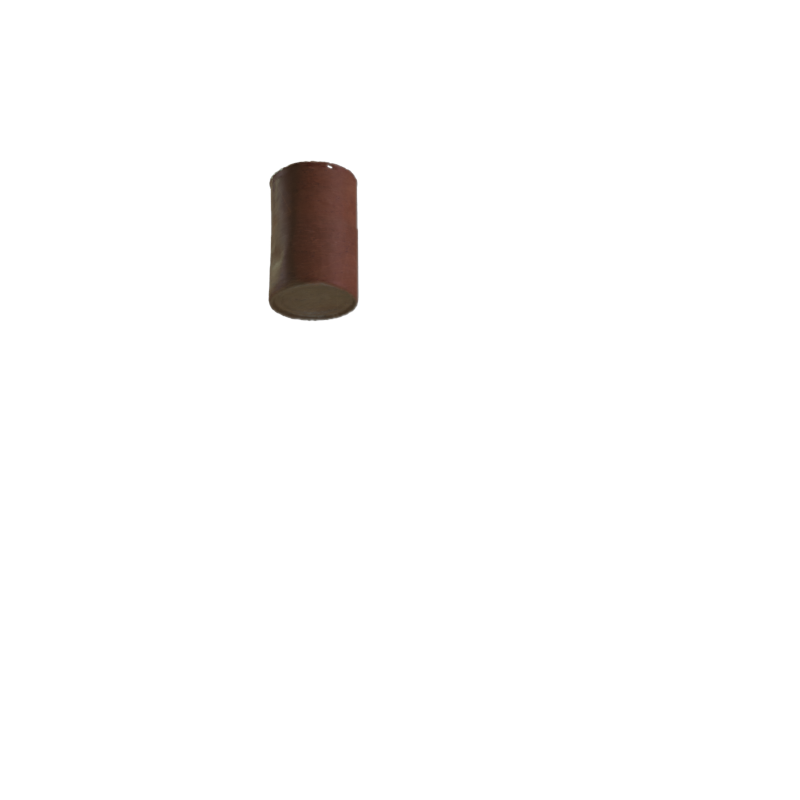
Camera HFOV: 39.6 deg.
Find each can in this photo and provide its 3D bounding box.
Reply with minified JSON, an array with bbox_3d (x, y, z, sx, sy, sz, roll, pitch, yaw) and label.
[{"bbox_3d":[-0.065,-0.119,0.830,0.068,0.108,0.065,0,-24,-2],"label":"can"}]
